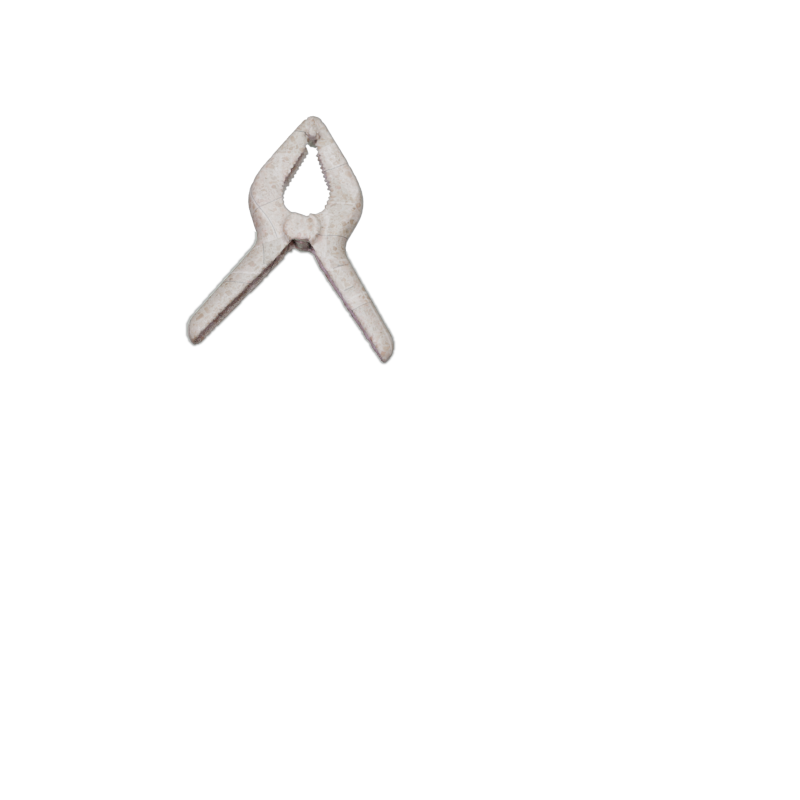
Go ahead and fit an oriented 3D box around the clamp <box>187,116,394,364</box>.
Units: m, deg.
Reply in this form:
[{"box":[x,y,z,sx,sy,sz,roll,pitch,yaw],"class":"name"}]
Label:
[{"box":[-0.071,-0.130,0.908,0.166,0.218,0.035,11,-18,3],"class":"clamp"}]
